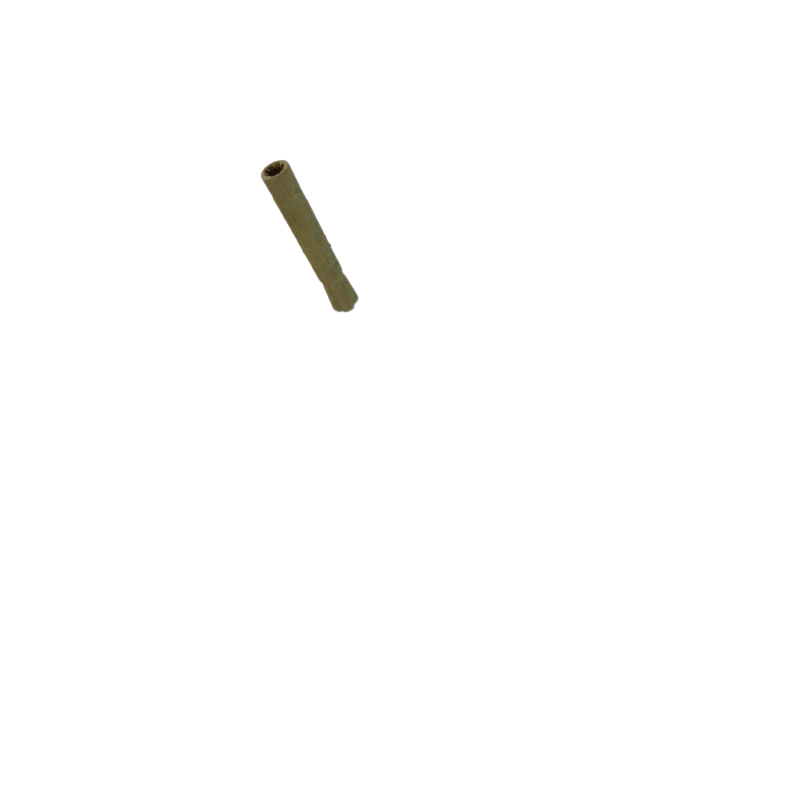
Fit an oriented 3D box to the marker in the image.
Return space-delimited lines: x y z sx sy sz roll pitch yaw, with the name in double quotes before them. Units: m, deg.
"marker" -0.055 -0.100 0.704 0.020 0.112 0.021 -18 39 13
